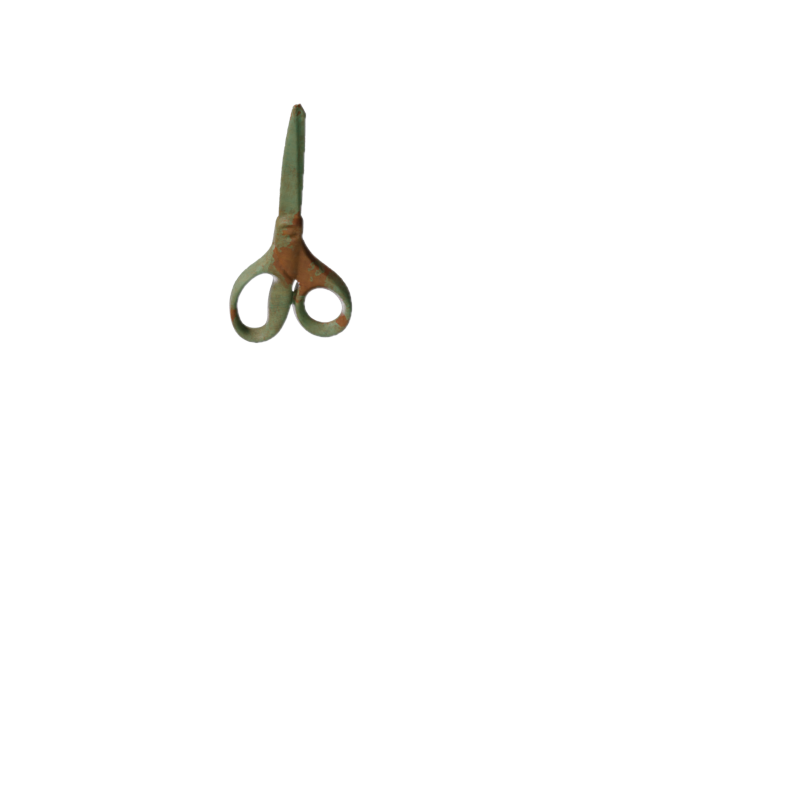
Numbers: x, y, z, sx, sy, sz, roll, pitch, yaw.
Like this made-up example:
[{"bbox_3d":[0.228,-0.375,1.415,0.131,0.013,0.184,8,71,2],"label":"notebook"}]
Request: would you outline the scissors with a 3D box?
[{"bbox_3d":[-0.059,-0.107,0.752,0.094,0.017,0.193,17,-48,-15],"label":"scissors"}]
